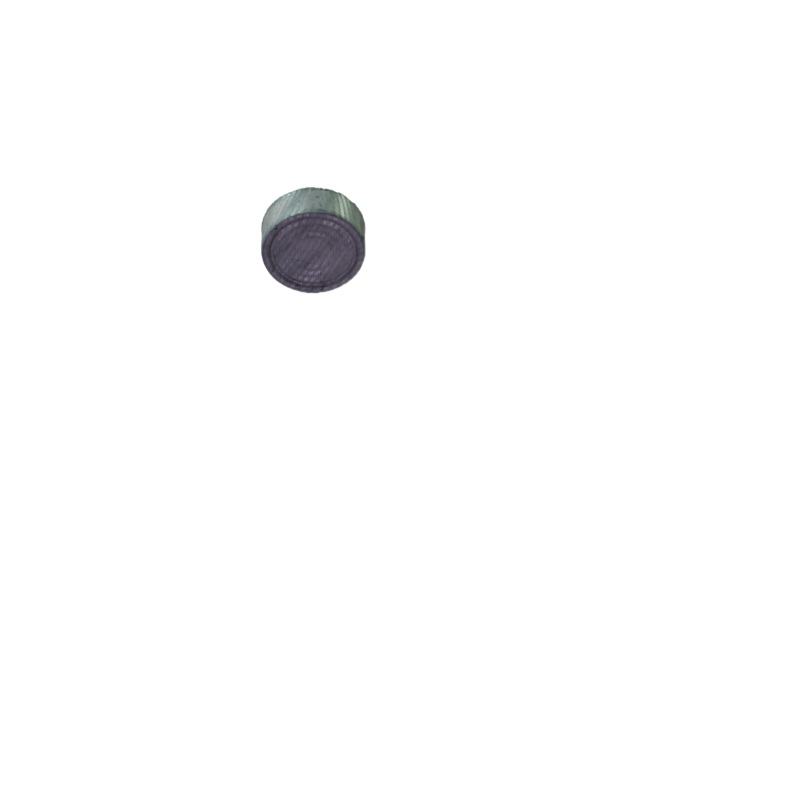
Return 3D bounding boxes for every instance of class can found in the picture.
[{"bbox_3d":[-0.070,-0.128,0.899,0.086,0.080,0.036,1,41,-1],"label":"can"}]
